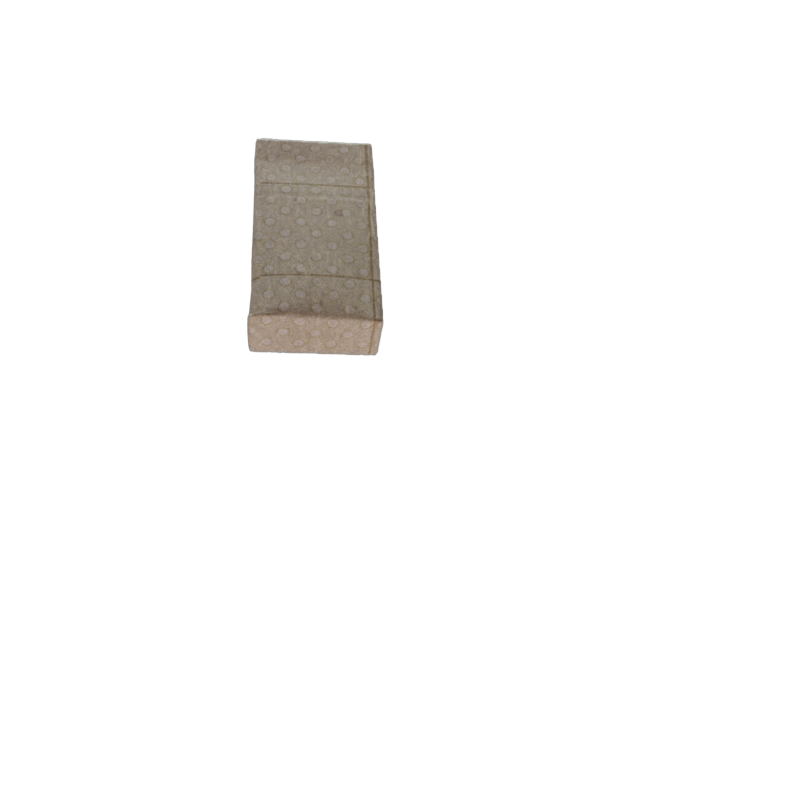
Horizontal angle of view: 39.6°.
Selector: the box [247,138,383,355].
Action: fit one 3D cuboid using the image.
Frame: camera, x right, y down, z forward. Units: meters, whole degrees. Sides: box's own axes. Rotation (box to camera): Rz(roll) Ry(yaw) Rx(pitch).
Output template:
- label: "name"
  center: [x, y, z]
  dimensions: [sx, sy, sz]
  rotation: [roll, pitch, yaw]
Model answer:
- label: "box"
  center: [-0.064, -0.116, 0.815]
  dimensions: [0.093, 0.189, 0.045]
  rotation: [1, -40, -5]
